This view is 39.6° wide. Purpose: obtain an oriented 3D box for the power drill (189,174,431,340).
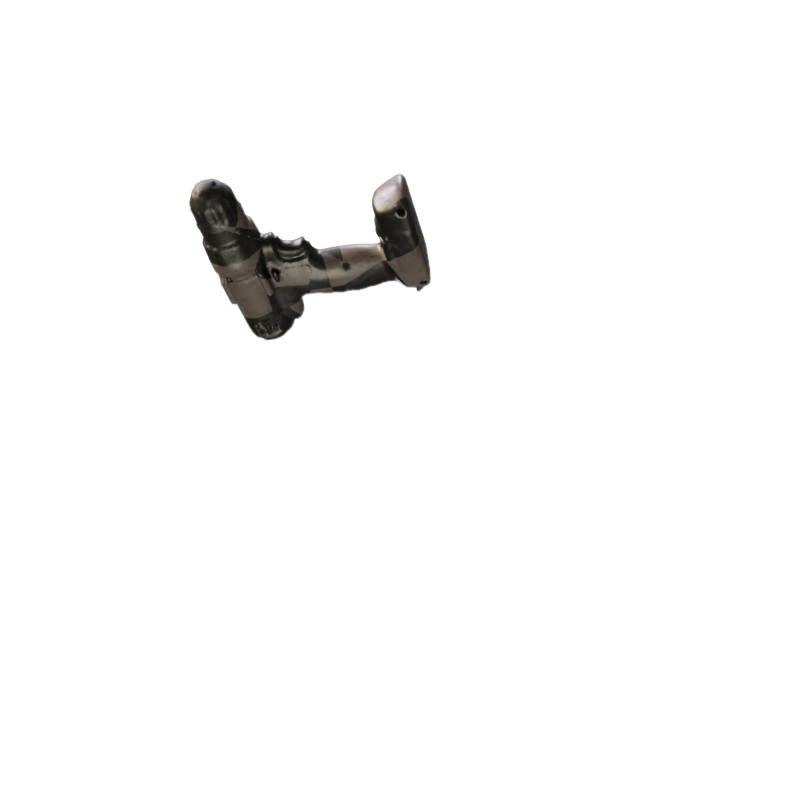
[{"bbox_3d":[-0.077,-0.140,0.983,0.189,0.062,0.170,-11,-44,12],"label":"power drill"}]
